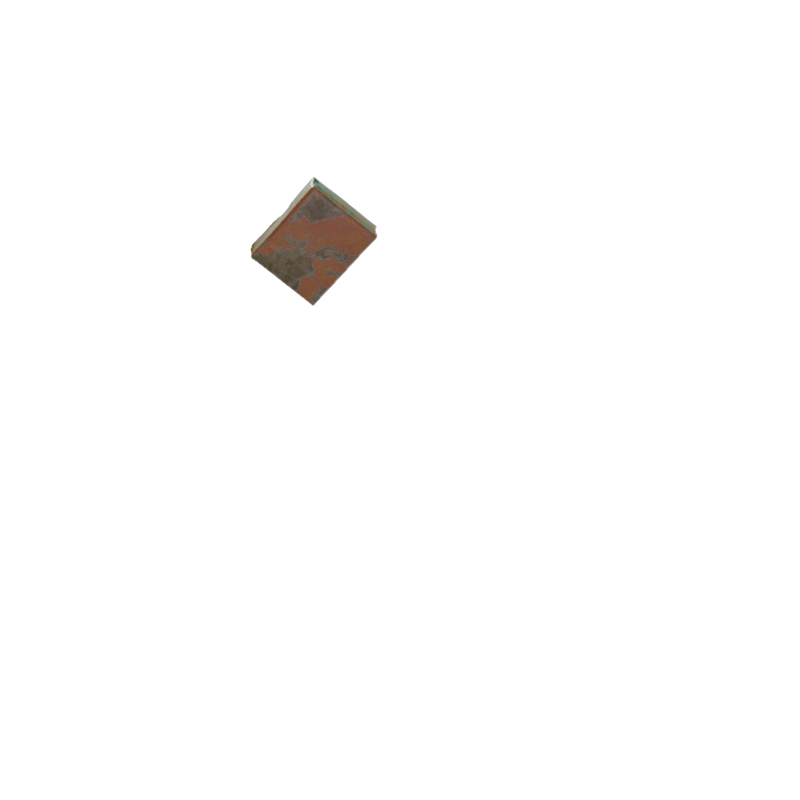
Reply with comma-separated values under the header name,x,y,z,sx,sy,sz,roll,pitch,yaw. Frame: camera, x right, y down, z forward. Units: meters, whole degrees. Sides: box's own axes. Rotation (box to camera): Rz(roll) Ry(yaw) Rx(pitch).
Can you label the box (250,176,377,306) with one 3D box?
name,x,y,z,sx,sy,sz,roll,pitch,yaw
box,-0.076,-0.138,0.968,0.070,0.088,0.032,38,19,-17
